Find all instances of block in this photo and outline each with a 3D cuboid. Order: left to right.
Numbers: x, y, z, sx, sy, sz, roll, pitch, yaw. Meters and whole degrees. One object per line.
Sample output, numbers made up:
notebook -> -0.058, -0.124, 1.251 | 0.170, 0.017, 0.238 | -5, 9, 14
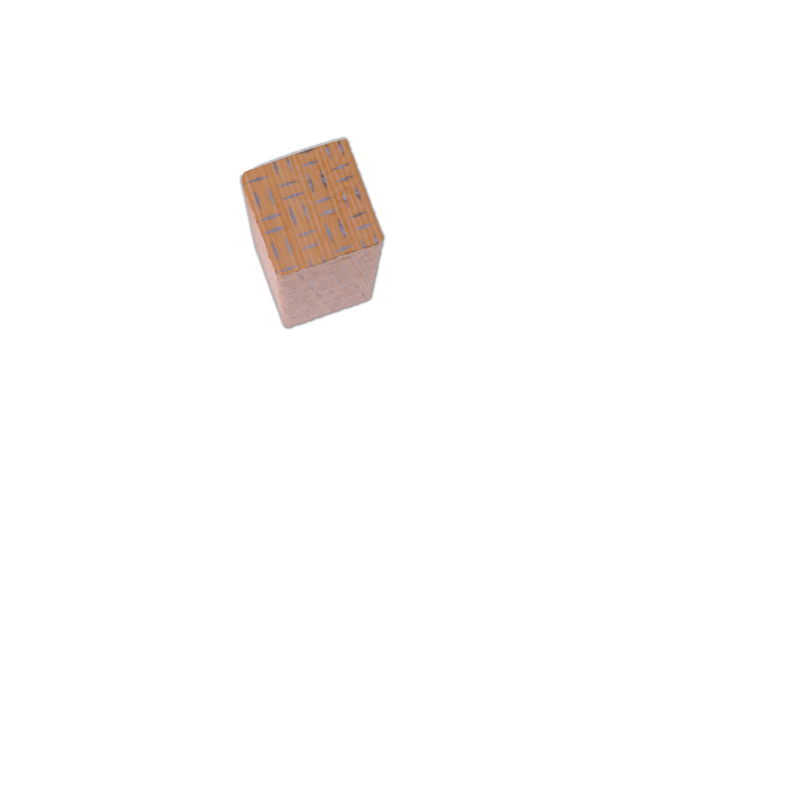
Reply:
block -> -0.075, -0.135, 0.943 | 0.090, 0.093, 0.201 | -20, -7, -6
